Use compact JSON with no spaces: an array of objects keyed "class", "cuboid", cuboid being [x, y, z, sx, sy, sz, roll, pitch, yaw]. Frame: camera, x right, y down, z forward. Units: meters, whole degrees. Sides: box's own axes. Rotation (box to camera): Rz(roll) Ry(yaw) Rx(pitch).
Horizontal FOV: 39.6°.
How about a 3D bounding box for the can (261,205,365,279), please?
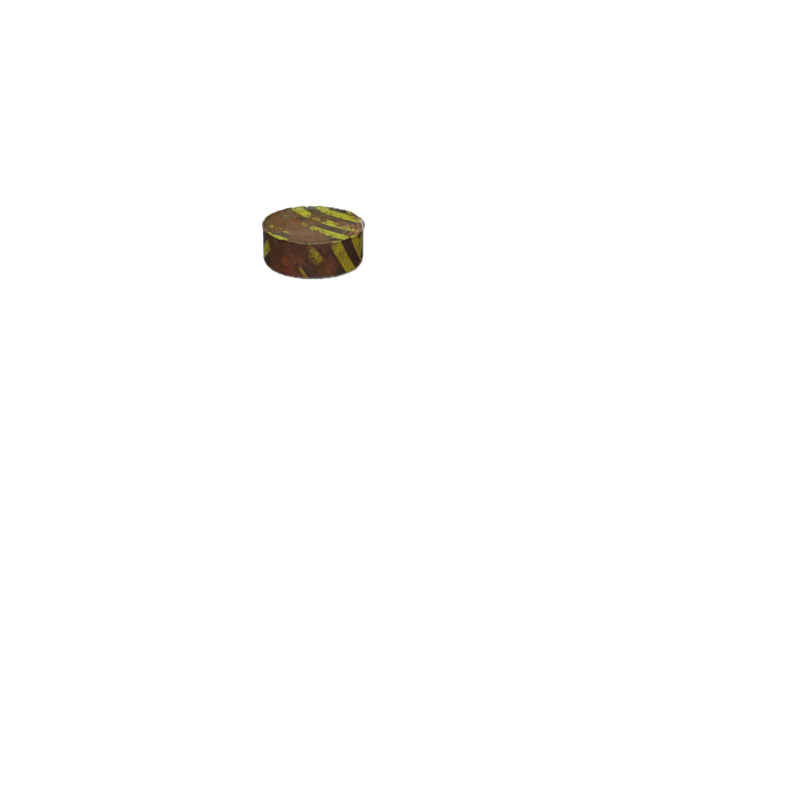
[{"class":"can","cuboid":[-0.073,-0.133,0.929,0.086,0.032,0.091,-1,28,-2]}]
